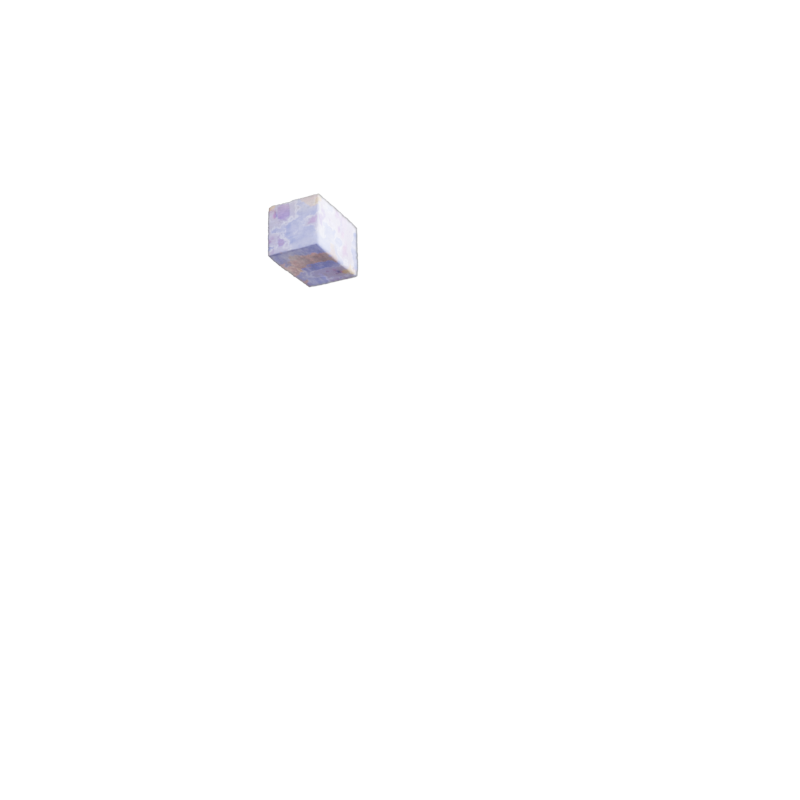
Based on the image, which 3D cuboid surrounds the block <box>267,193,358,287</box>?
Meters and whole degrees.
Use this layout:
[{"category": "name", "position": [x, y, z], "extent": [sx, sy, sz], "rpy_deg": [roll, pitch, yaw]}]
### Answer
[{"category": "block", "position": [-0.078, -0.142, 0.997], "extent": [0.054, 0.054, 0.073], "rpy_deg": [-12, -24, 24]}]
